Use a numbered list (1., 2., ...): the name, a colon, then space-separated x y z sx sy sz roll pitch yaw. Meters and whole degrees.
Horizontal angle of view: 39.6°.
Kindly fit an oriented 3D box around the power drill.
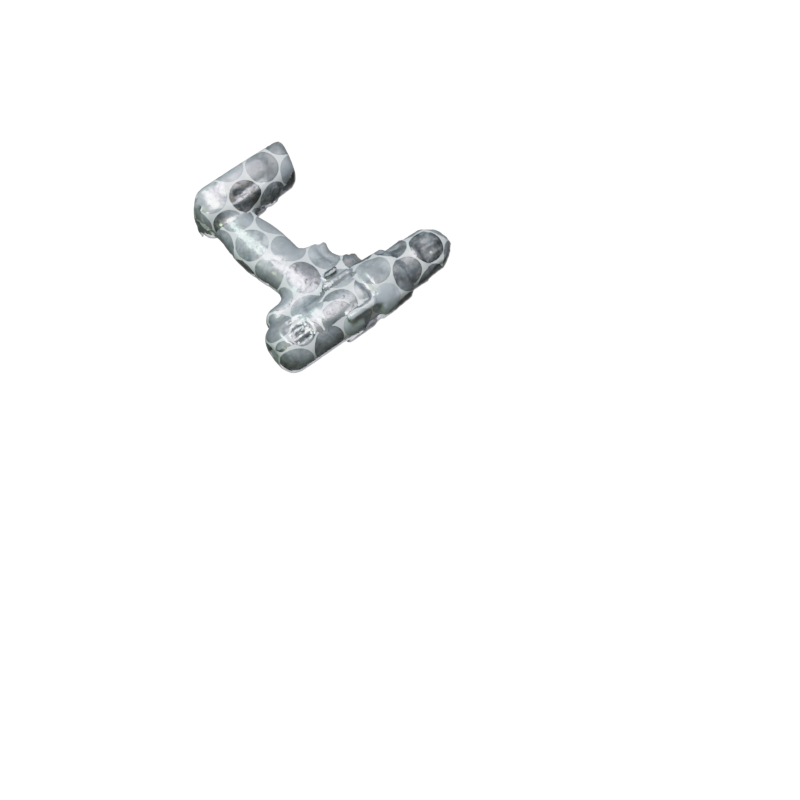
1. power drill: -0.075 -0.137 0.963 0.185 0.199 0.054 -35 -24 -19
